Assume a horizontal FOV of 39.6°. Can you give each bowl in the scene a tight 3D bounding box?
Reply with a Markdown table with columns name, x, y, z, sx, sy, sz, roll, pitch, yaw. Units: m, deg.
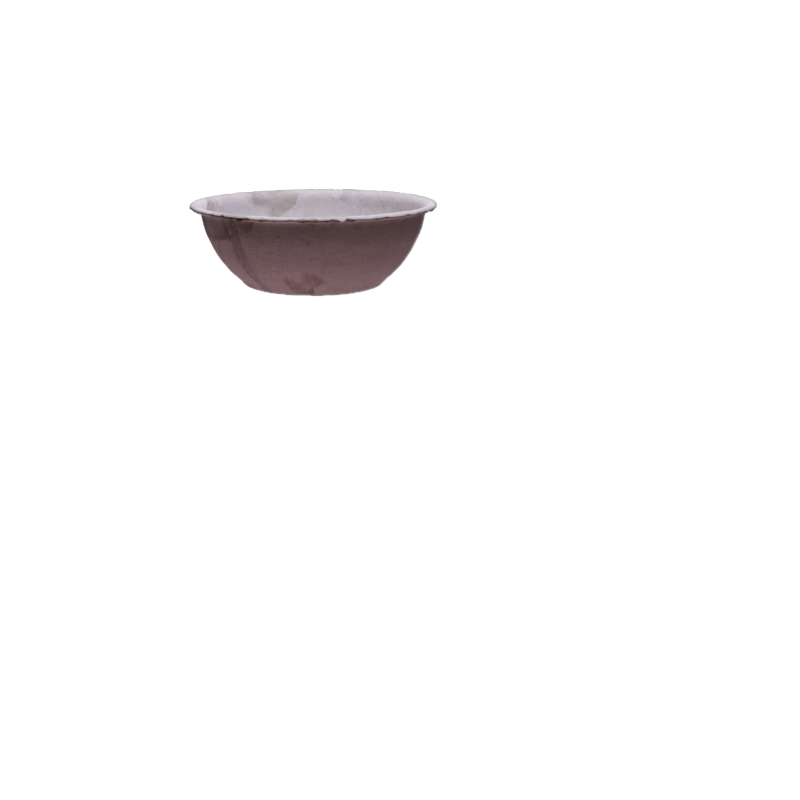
| name | x | y | z | sx | sy | sz | roll | pitch | yaw |
| --- | --- | --- | --- | --- | --- | --- | --- | --- | --- |
| bowl | -0.057 | -0.104 | 0.729 | 0.162 | 0.053 | 0.167 | -1 | 16 | -2 |
